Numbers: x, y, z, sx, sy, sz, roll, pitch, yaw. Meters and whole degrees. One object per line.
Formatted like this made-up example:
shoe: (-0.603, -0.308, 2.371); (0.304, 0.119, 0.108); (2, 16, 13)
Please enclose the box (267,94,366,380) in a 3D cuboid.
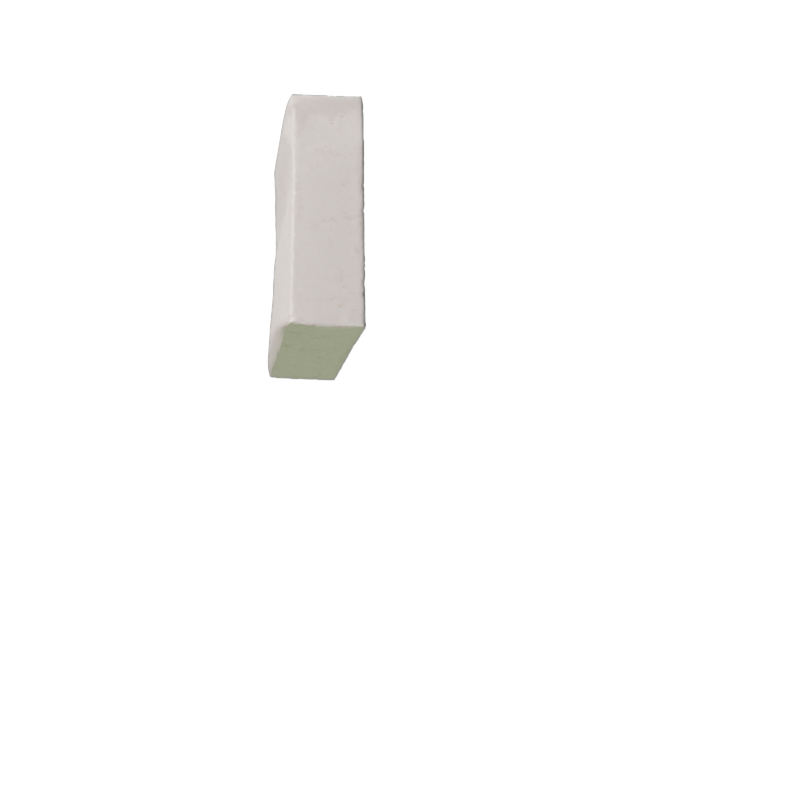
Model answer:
box: (-0.078, -0.141, 0.990); (0.071, 0.224, 0.159); (2, -19, -11)
